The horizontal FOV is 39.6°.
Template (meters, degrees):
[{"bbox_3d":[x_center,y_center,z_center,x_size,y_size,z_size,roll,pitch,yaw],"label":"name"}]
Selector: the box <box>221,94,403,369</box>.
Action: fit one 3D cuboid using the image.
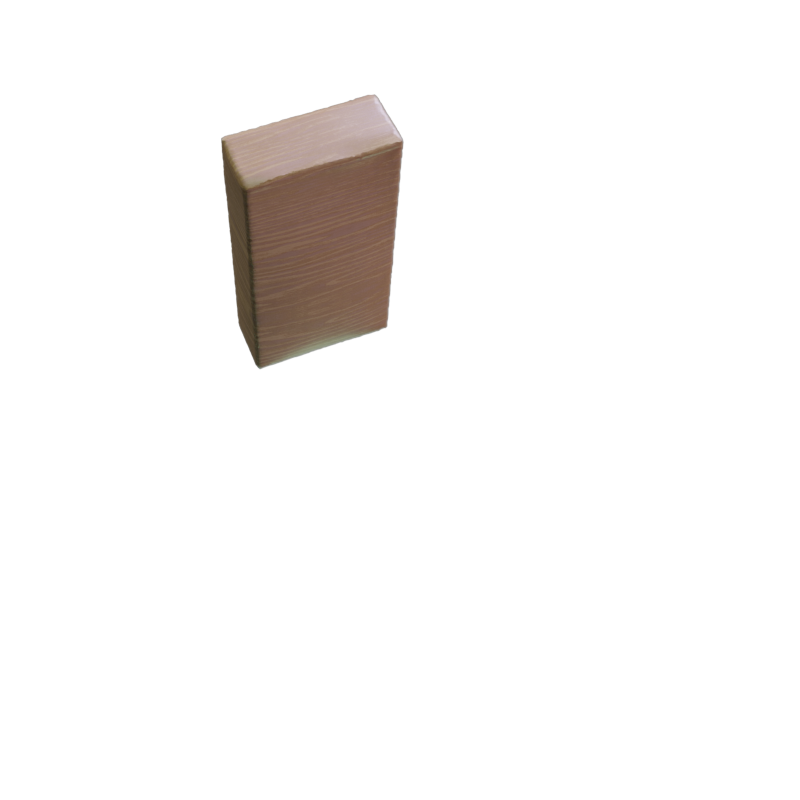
[{"bbox_3d":[-0.051,-0.093,0.651,0.093,0.051,0.165,-19,-28,-14],"label":"box"}]
